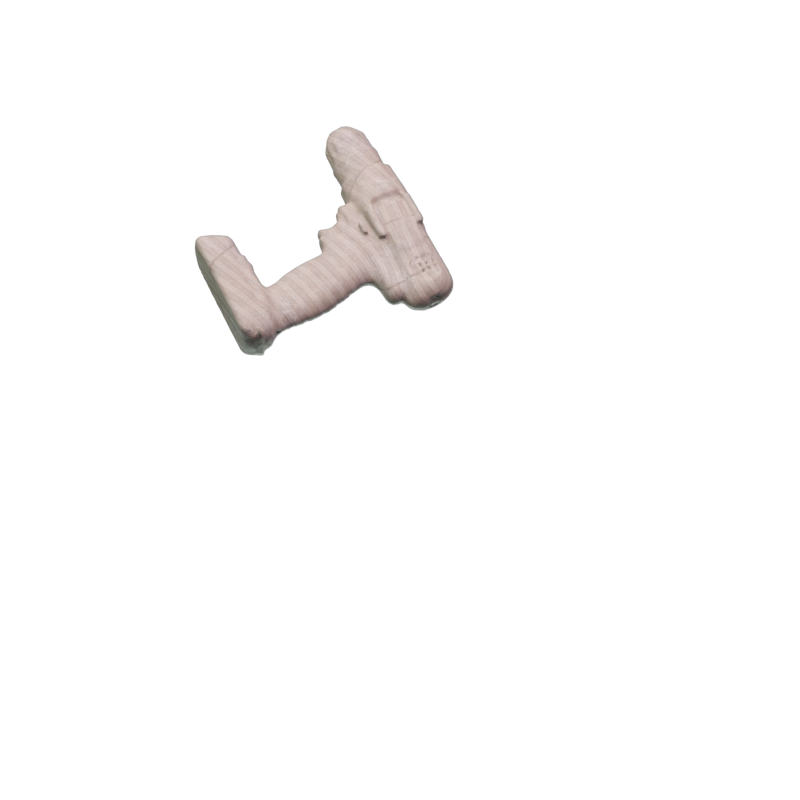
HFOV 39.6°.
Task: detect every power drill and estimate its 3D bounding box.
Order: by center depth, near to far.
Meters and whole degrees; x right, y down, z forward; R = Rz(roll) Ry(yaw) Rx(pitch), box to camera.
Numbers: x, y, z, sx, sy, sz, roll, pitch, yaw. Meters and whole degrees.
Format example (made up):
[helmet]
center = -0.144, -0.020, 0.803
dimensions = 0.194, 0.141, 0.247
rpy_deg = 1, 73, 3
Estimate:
[power drill]
center = -0.073, -0.133, 0.929
dimensions = 0.187, 0.196, 0.054
rpy_deg = -24, -25, -12
